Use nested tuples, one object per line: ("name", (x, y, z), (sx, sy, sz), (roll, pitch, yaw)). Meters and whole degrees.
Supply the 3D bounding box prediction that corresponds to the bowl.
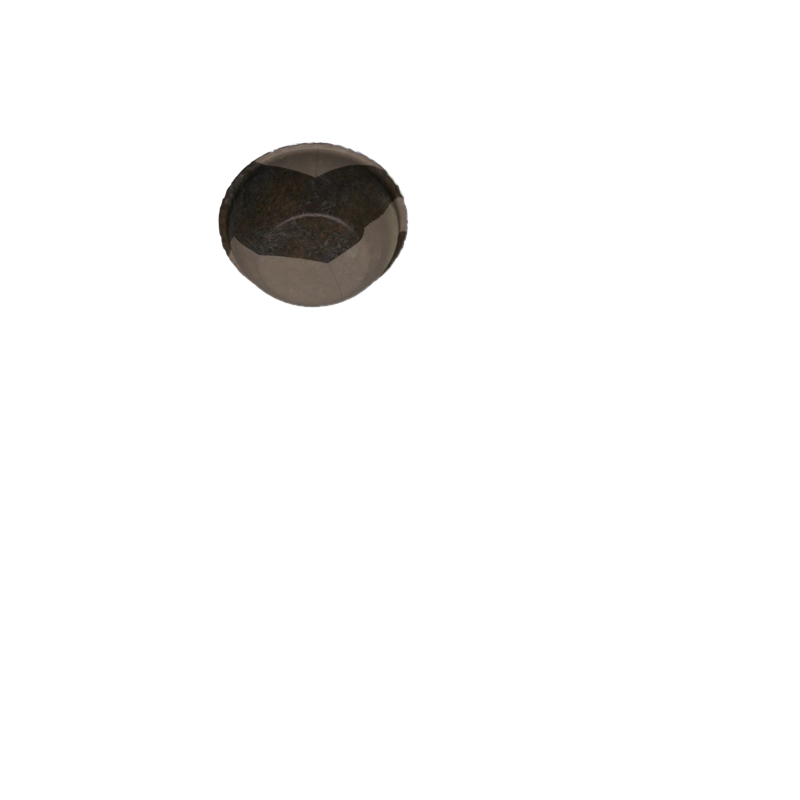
("bowl", (-0.072, -0.132, 0.925), (0.162, 0.152, 0.059), (1, 37, -1))
